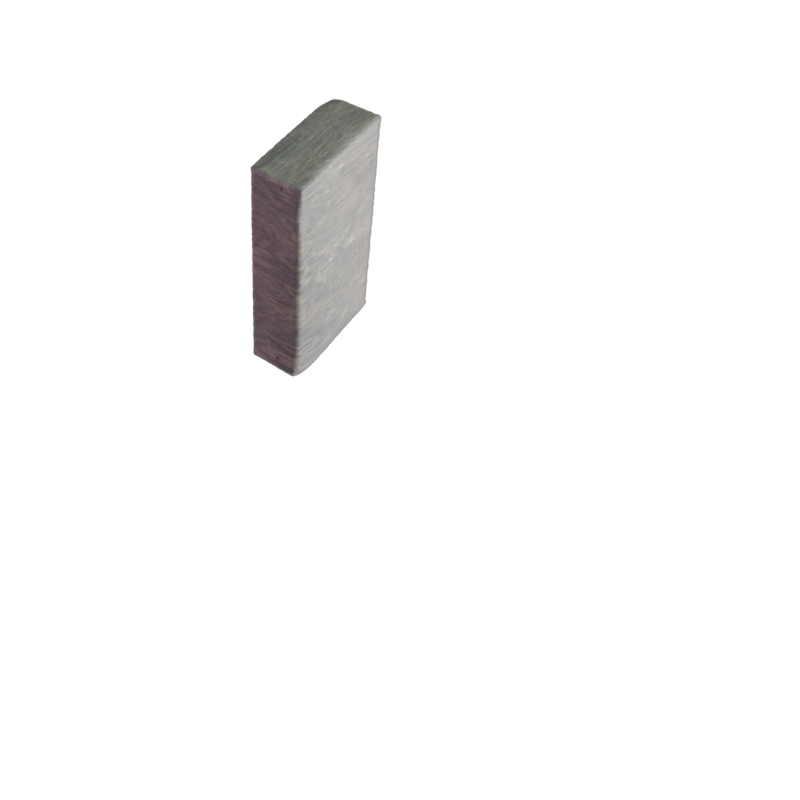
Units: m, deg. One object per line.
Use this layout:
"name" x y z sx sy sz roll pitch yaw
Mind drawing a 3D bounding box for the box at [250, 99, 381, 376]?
"box" -0.058 -0.106 0.743 0.050 0.164 0.096 25 50 19
